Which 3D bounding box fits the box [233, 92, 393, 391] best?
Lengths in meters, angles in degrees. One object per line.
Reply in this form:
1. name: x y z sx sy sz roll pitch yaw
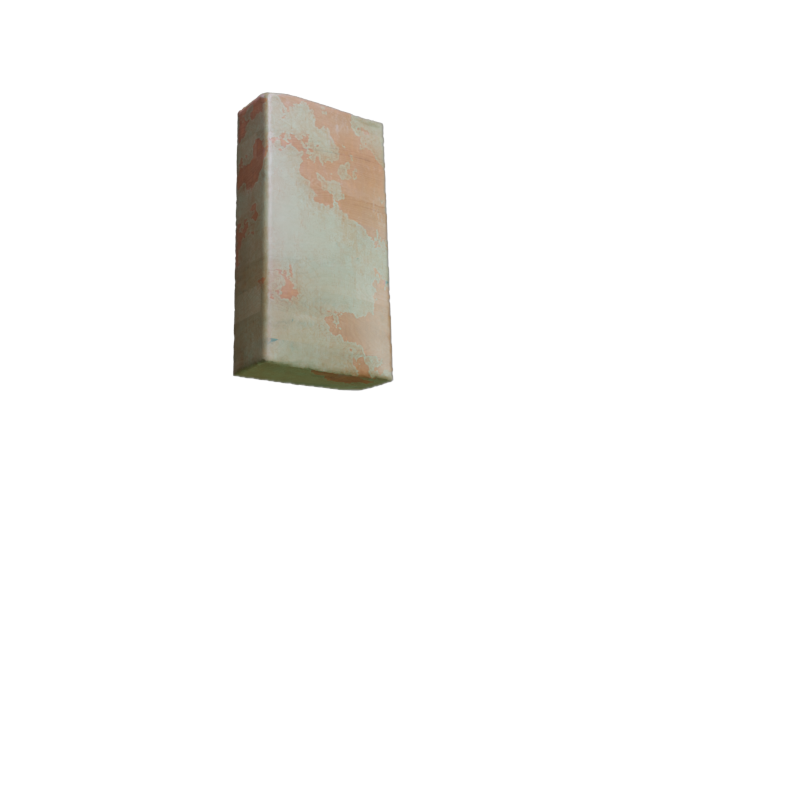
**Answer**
1. box: -0.054 -0.098 0.688 0.089 0.184 0.048 10 -21 -33
